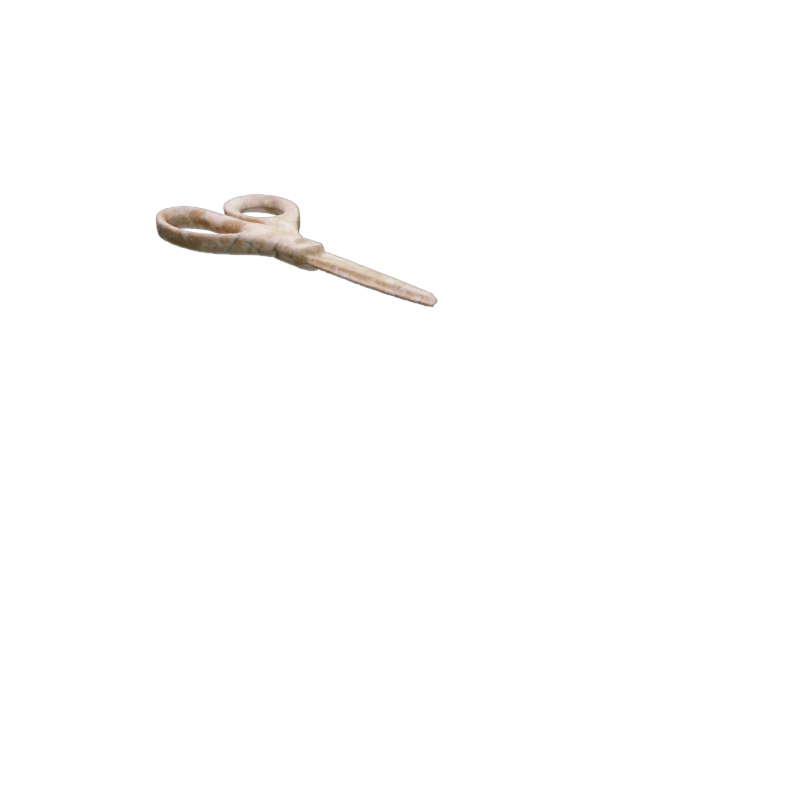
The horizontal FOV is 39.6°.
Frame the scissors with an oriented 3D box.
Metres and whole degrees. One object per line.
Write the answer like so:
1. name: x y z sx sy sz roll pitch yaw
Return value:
1. scissors: -0.050 -0.092 0.644 0.211 0.015 0.097 15 31 27
